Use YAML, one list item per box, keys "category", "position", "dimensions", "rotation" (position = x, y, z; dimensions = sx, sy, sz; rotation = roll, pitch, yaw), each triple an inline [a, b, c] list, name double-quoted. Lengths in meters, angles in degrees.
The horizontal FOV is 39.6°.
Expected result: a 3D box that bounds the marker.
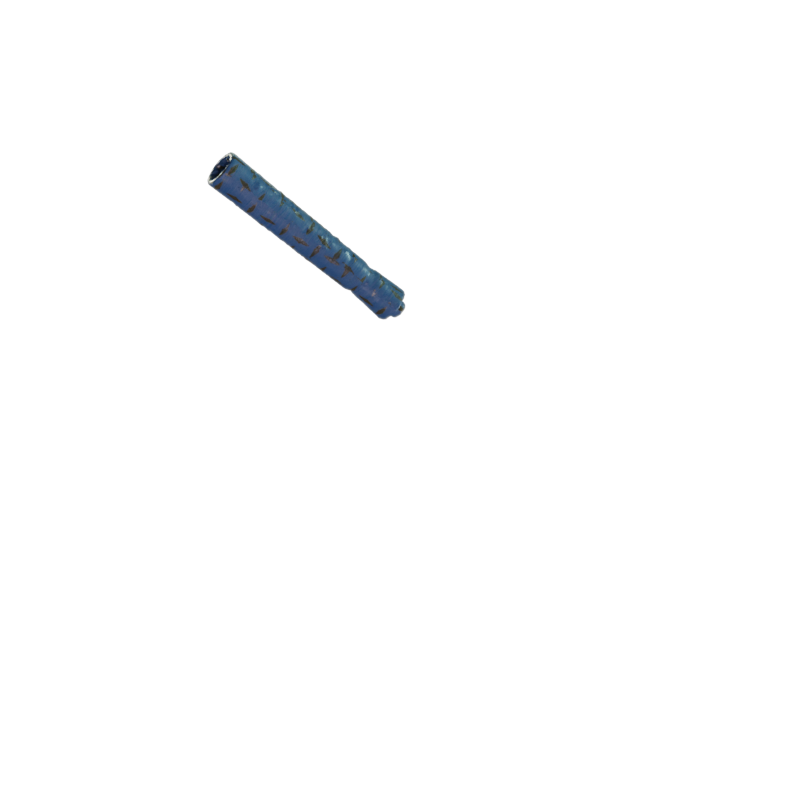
- category: "marker"
  position: [-0.042, -0.077, 0.541]
  dimensions: [0.115, 0.020, 0.020]
  rotation: [37, -14, -24]
